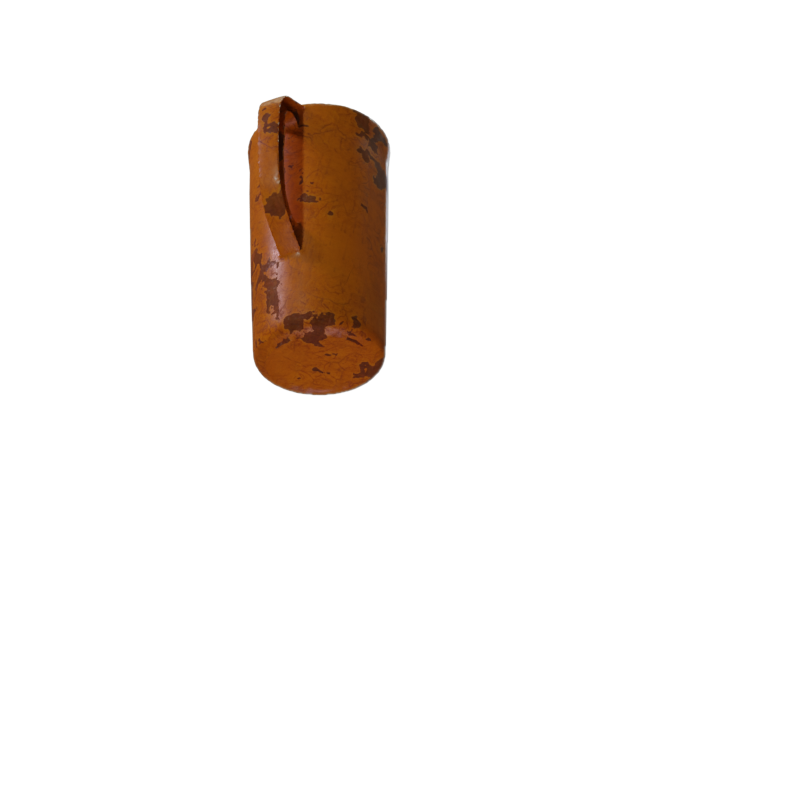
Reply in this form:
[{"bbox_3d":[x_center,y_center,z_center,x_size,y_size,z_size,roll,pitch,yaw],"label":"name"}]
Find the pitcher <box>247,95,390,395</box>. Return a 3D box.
[{"bbox_3d":[-0.075,-0.137,0.960,0.144,0.260,0.140,13,-39,-20],"label":"pitcher"}]
